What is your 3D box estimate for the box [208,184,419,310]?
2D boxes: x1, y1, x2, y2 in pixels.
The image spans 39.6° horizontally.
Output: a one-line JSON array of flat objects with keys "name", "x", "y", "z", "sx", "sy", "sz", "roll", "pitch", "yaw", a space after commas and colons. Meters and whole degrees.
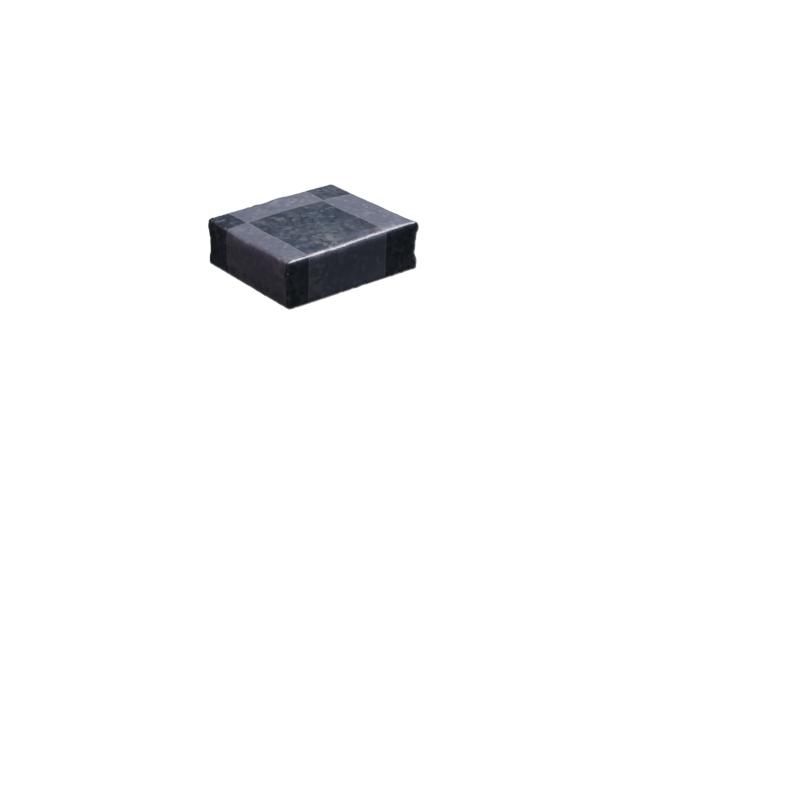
[{"name": "box", "x": -0.046, "y": -0.085, "z": 0.593, "sx": 0.088, "sy": 0.028, "sz": 0.078, "roll": -22, "pitch": 37, "yaw": -34}]
